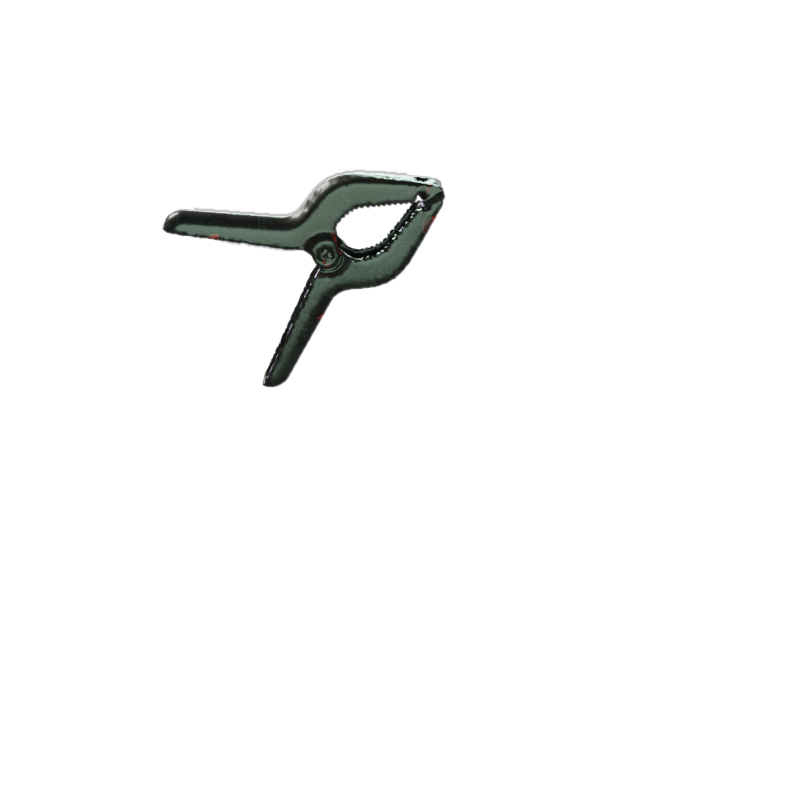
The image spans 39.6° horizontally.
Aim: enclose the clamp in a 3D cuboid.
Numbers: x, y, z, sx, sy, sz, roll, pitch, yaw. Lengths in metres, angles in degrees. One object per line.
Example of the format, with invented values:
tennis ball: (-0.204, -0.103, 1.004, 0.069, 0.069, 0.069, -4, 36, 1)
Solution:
clamp: (-0.067, -0.122, 0.853, 0.209, 0.157, 0.038, -33, 18, 12)
